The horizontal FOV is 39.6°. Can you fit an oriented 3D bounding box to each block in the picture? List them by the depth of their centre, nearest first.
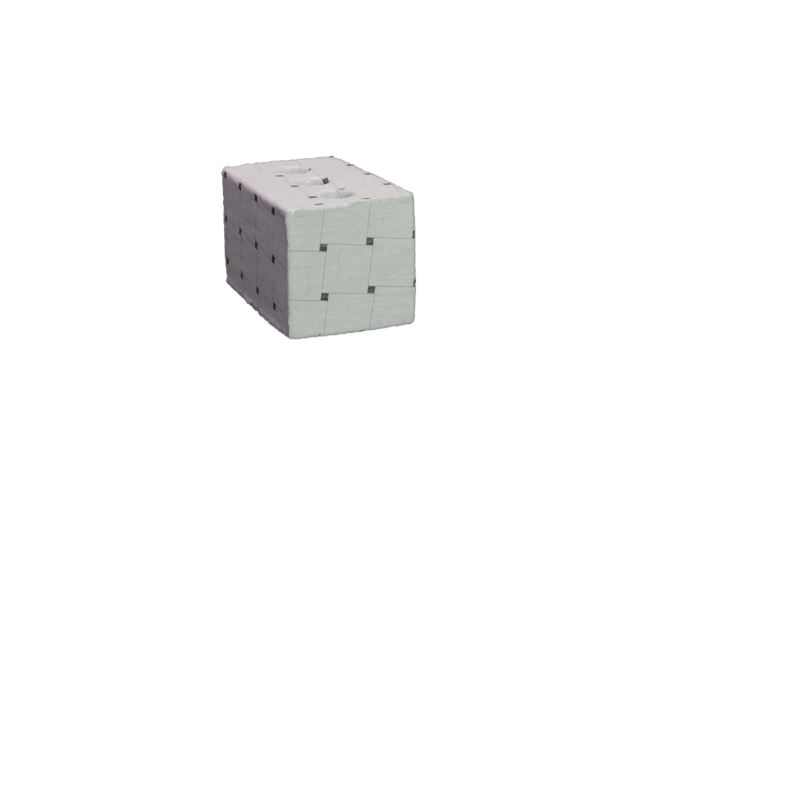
[{"bbox_3d":[-0.034,-0.063,0.439,0.052,0.049,0.083,-9,24,-24],"label":"block"}]
